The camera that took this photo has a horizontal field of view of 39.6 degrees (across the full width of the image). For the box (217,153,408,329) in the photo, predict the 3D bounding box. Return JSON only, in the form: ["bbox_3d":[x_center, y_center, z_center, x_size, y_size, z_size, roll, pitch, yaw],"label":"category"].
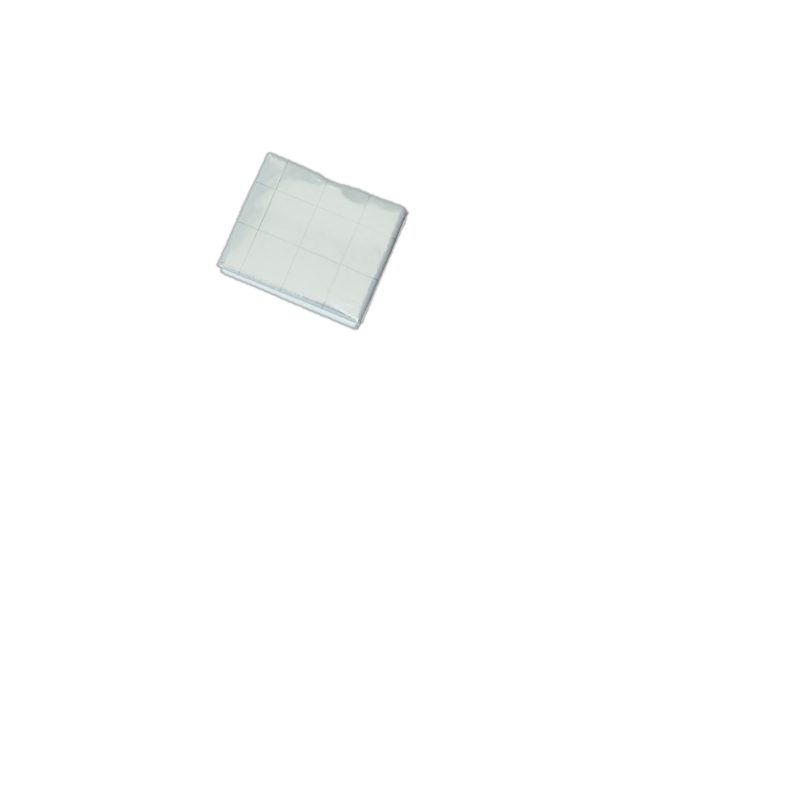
[{"bbox_3d":[-0.050,-0.091,0.641,0.090,0.074,0.029,23,-10,4],"label":"box"}]
